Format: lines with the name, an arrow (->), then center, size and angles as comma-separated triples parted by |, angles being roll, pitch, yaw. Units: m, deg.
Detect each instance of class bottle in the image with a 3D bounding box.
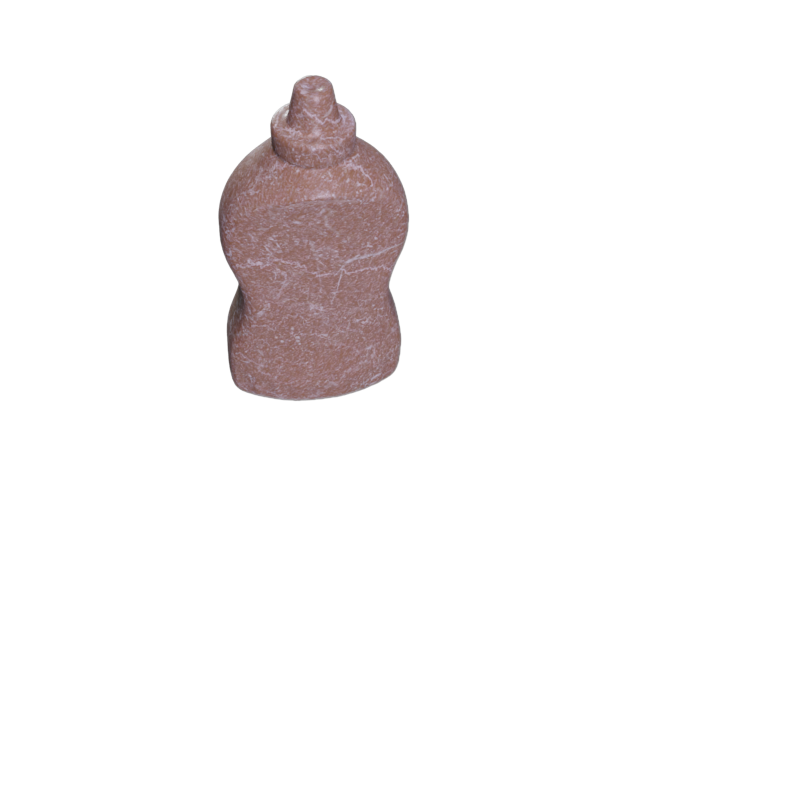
bottle -> -0.045, -0.082, 0.572 | 0.095, 0.063, 0.179 | -4, -44, -7
